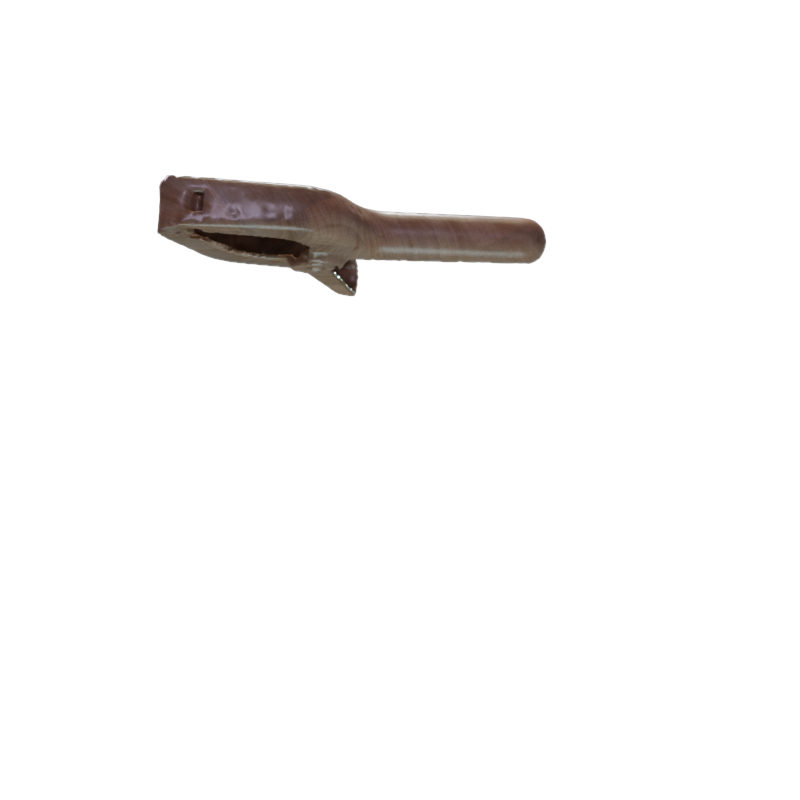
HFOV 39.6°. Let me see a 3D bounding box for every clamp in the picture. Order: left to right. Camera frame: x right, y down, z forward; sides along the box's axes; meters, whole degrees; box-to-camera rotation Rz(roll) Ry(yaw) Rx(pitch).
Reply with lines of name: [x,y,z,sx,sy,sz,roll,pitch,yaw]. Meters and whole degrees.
clamp: [-0.048,-0.088,0.619,0.201,0.037,0.168,4,-8,-36]
